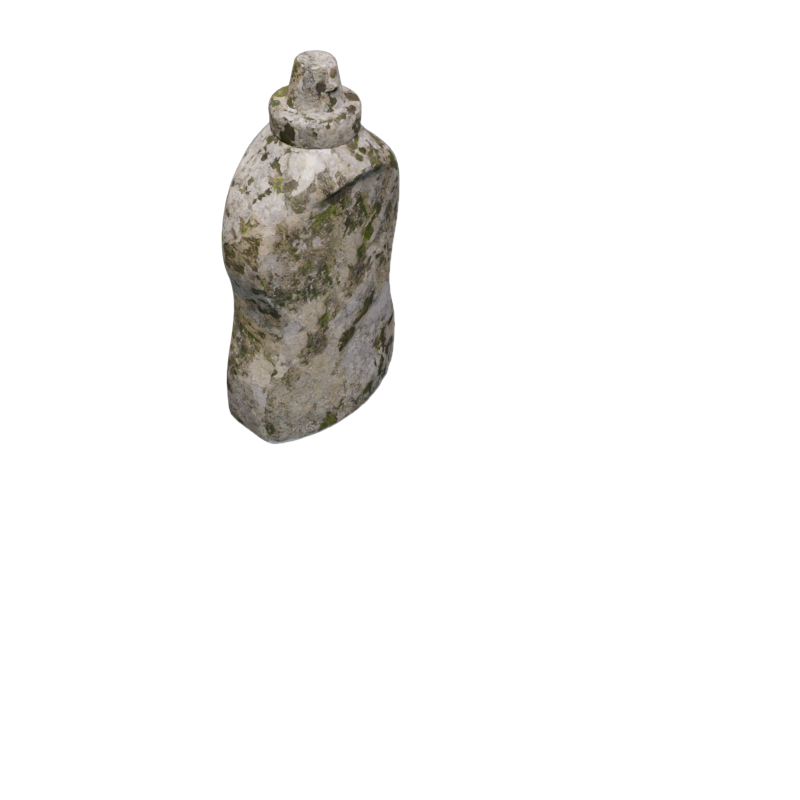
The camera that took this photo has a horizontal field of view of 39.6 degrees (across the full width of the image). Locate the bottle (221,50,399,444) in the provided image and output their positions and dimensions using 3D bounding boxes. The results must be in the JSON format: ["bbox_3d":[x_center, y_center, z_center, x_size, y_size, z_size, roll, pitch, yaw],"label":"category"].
[{"bbox_3d":[-0.041,-0.075,0.525,0.062,0.179,0.096,32,47,32],"label":"bottle"}]
